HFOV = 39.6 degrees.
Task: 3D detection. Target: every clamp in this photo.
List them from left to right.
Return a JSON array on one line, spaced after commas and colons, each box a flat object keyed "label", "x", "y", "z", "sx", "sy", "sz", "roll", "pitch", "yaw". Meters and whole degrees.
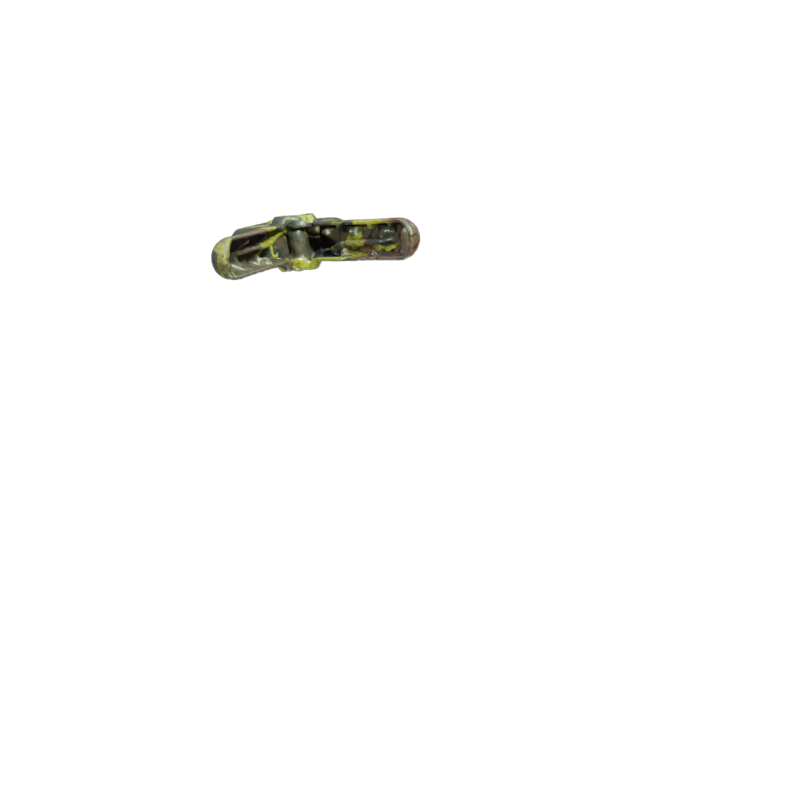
[{"label": "clamp", "x": -0.055, "y": -0.100, "z": 0.700, "sx": 0.119, "sy": 0.038, "sz": 0.176, "roll": -1, "pitch": 13, "yaw": -5}]
